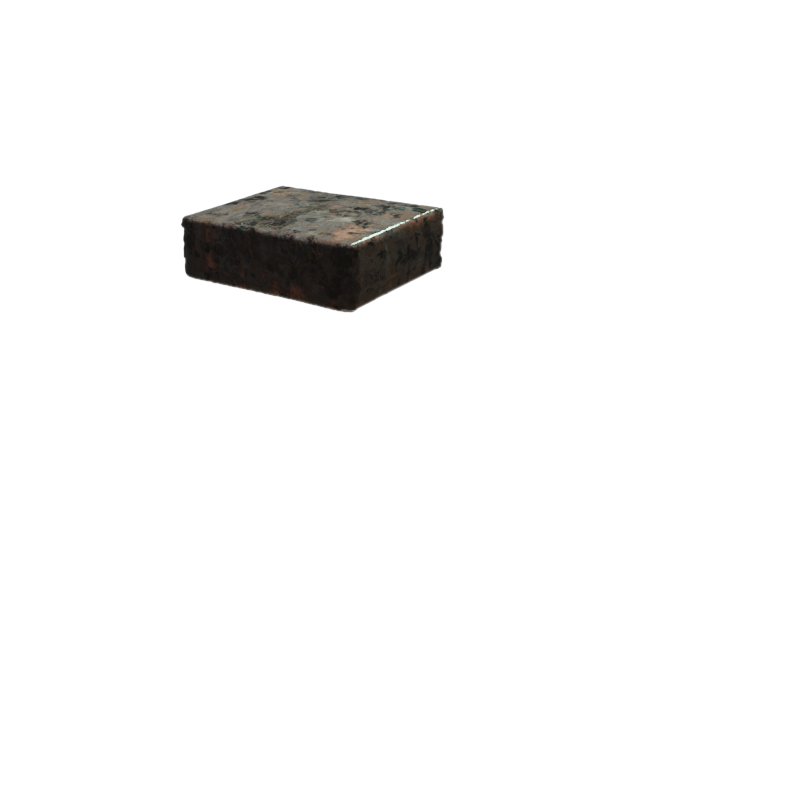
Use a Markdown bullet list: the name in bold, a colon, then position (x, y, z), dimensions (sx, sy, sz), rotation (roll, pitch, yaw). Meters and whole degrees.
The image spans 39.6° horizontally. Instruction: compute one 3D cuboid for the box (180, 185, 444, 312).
- **box**: position (-0.047, -0.085, 0.596), dimensions (0.119, 0.037, 0.090), rotation (15, 28, 30)
